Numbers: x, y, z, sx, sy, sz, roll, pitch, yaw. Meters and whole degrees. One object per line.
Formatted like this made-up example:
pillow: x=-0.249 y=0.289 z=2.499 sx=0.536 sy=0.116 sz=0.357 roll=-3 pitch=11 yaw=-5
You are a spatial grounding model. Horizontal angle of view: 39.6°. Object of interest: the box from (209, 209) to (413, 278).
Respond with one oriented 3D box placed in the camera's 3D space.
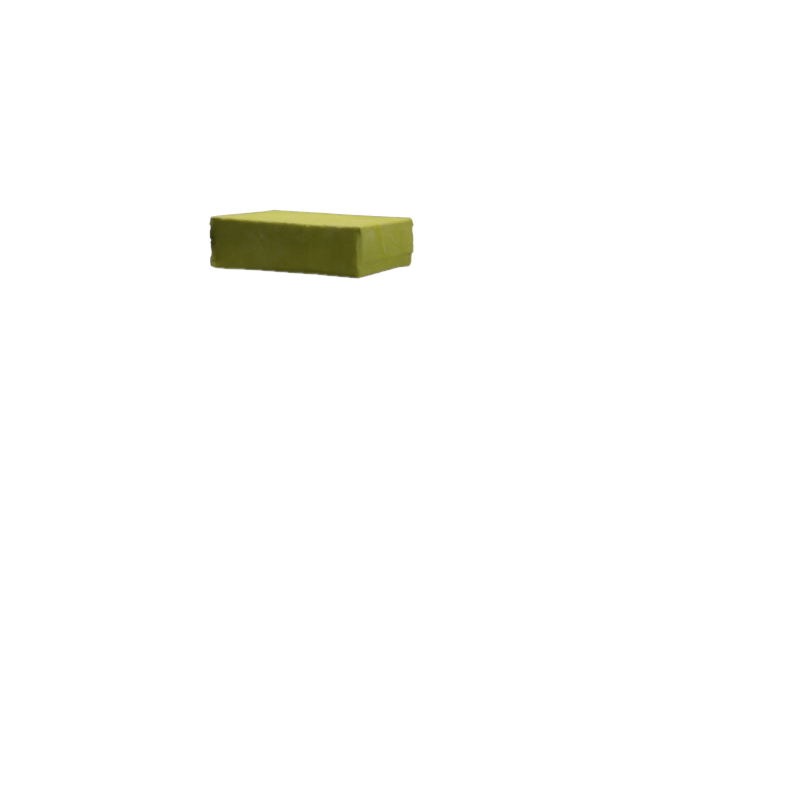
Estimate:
box: x=-0.059 y=-0.107 z=0.749 sx=0.117 sy=0.038 sz=0.088 roll=5 pitch=11 yaw=24
